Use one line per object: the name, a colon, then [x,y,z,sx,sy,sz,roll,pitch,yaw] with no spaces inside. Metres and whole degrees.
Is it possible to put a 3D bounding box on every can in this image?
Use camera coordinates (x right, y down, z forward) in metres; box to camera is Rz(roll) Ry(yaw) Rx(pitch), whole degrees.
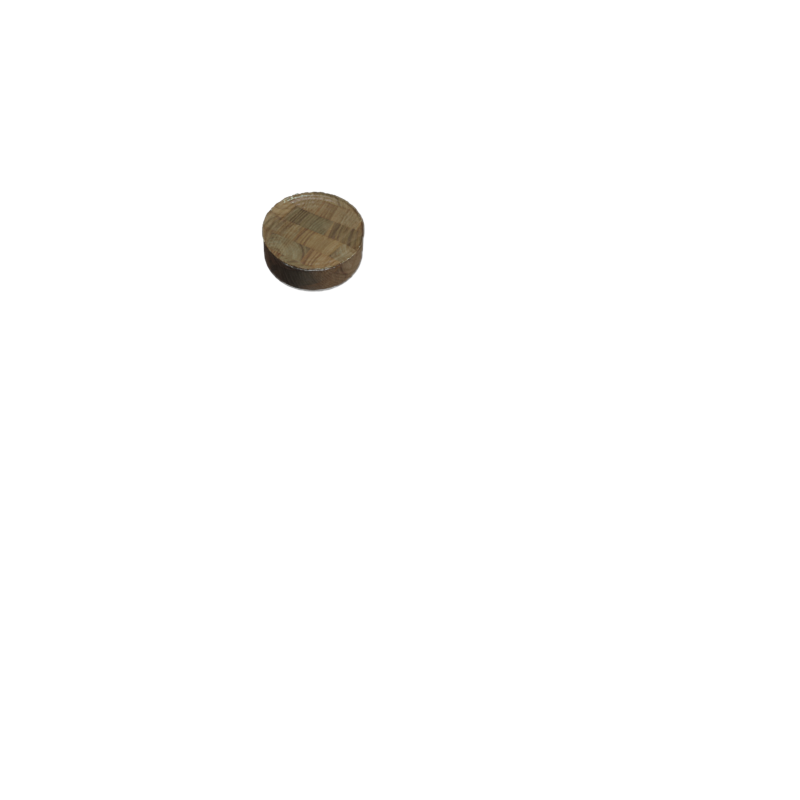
can: [-0.073,-0.133,0.933,0.086,0.092,0.031,-1,-37,-1]
